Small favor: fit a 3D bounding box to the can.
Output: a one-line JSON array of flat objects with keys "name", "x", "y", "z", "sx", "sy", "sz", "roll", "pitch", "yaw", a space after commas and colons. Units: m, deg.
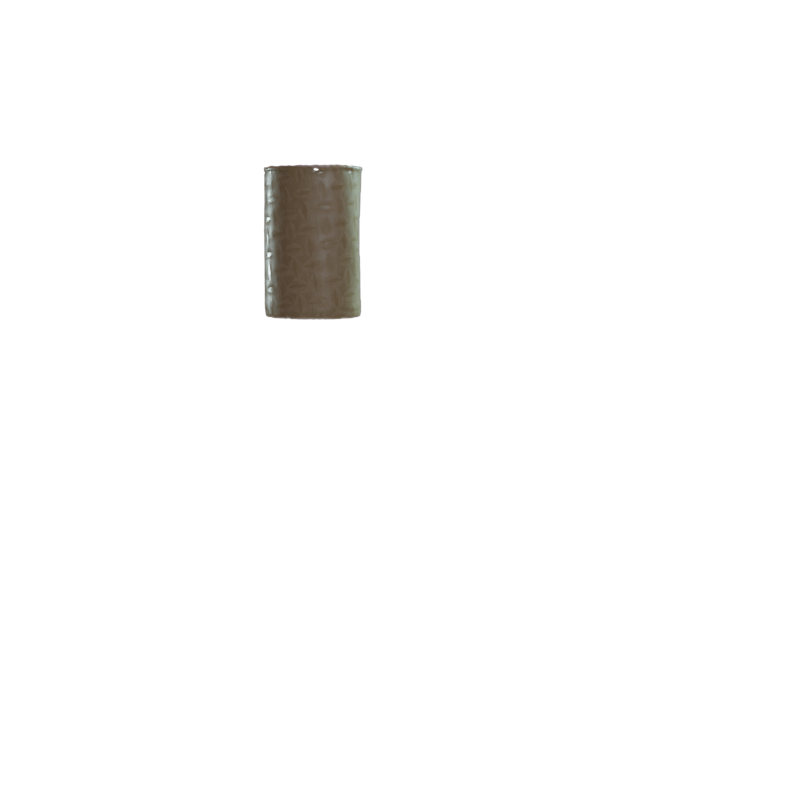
[{"name": "can", "x": -0.059, "y": -0.108, "z": 0.759, "sx": 0.068, "sy": 0.102, "sz": 0.069, "roll": 0, "pitch": 3, "yaw": -2}]
